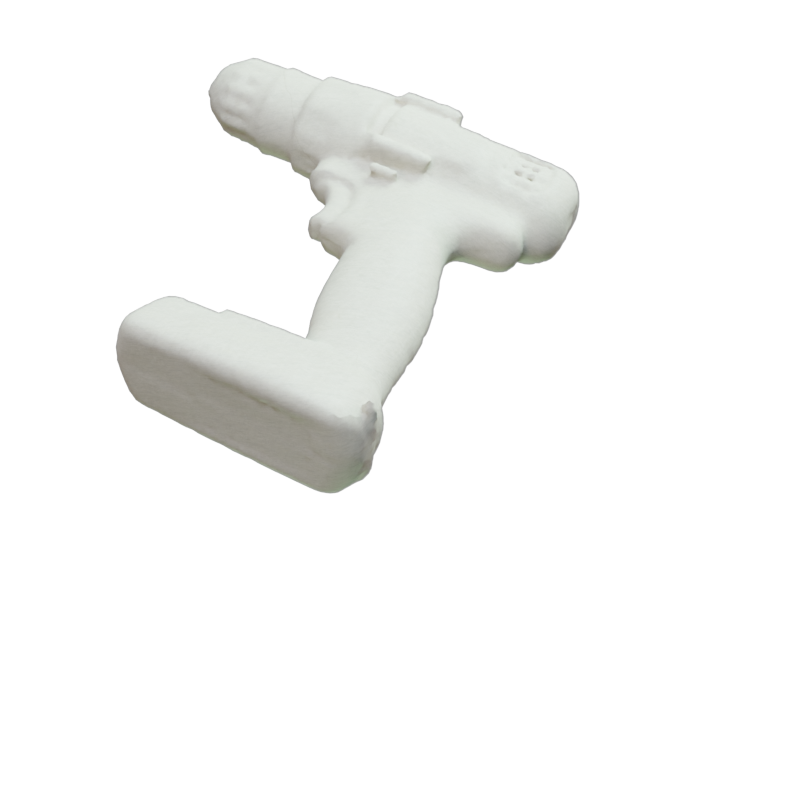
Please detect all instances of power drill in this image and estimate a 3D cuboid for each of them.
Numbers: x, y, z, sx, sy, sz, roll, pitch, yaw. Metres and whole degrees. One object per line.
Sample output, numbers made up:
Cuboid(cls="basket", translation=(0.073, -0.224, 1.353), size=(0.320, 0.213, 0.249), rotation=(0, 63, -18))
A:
Cuboid(cls="power drill", translation=(-0.037, -0.067, 0.473), size=(0.191, 0.194, 0.053), rotation=(22, -36, 17))
